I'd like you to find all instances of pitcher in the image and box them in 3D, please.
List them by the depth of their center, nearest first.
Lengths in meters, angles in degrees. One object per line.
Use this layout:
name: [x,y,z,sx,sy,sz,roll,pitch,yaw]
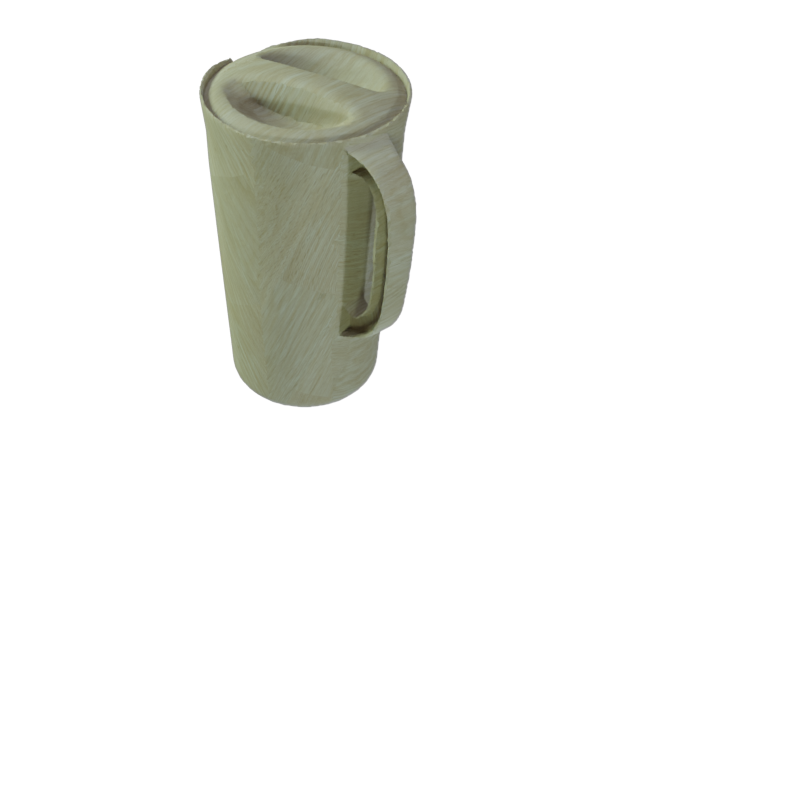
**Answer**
pitcher: [-0.059,-0.107,0.752,0.146,0.227,0.158,7,41,5]
